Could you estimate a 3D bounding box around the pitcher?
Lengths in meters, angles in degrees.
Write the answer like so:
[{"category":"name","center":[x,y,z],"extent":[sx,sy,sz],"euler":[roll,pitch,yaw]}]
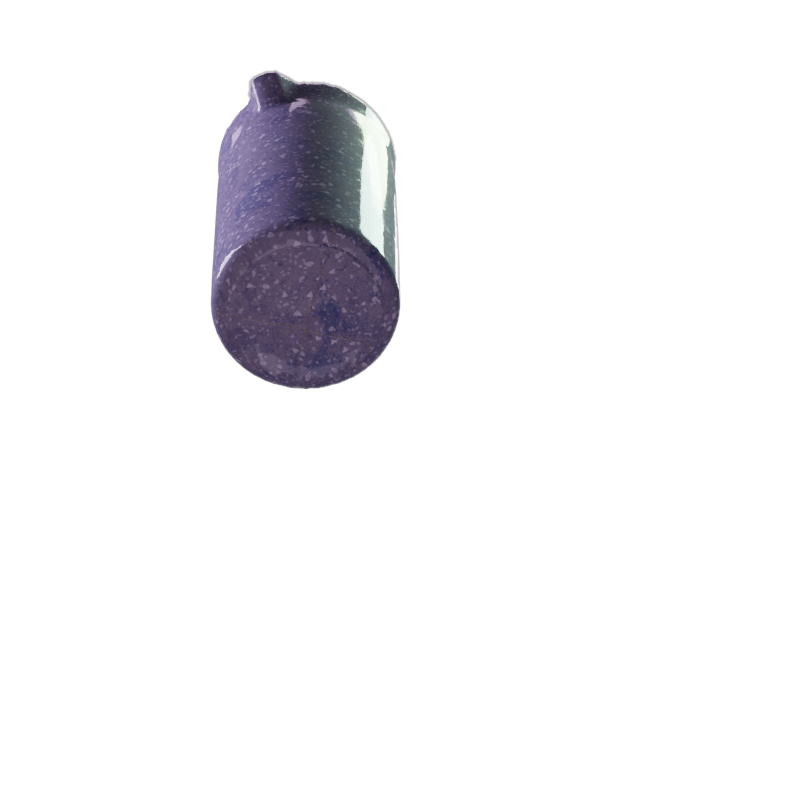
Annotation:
[{"category":"pitcher","center":[-0.057,-0.105,0.733],"extent":[0.145,0.140,0.258],"euler":[21,27,-15]}]
